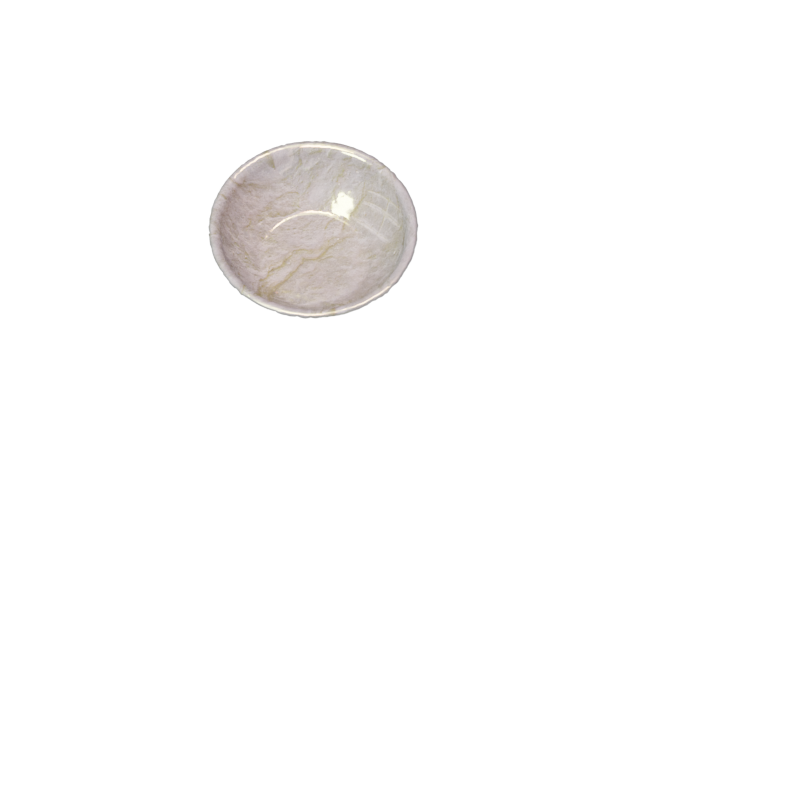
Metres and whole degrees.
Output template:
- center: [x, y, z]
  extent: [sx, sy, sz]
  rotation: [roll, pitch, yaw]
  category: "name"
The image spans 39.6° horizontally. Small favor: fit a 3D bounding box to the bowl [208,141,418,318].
- center: [-0.069, -0.125, 0.878]
  extent: [0.162, 0.172, 0.052]
  rotation: [-1, -29, -1]
  category: "bowl"
